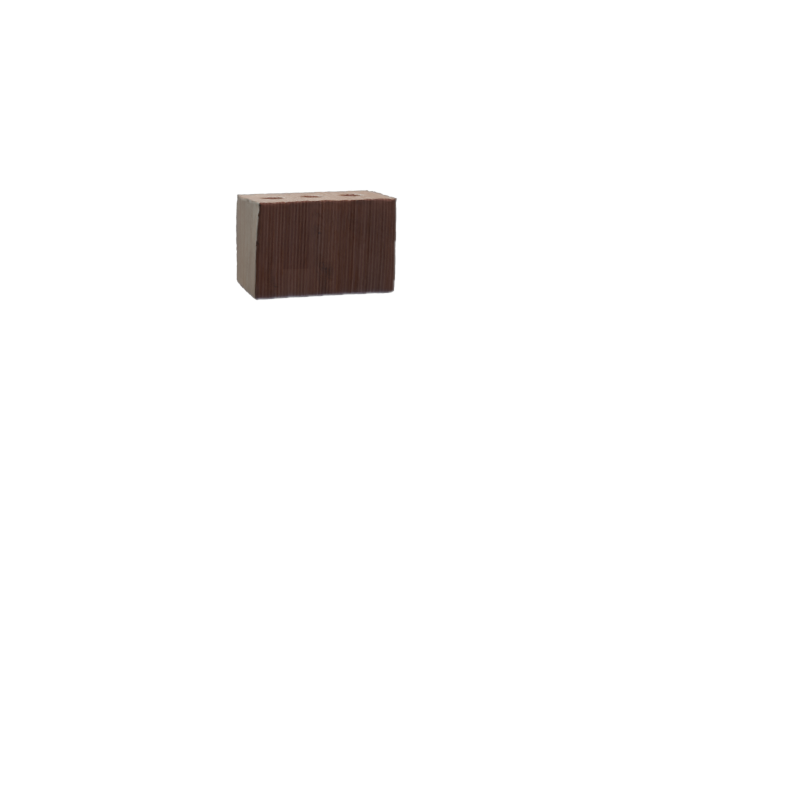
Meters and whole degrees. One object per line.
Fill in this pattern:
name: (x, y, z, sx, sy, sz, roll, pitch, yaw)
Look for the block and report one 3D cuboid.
block: (-0.047, -0.086, 0.601, 0.076, 0.050, 0.055, -4, 14, -18)
